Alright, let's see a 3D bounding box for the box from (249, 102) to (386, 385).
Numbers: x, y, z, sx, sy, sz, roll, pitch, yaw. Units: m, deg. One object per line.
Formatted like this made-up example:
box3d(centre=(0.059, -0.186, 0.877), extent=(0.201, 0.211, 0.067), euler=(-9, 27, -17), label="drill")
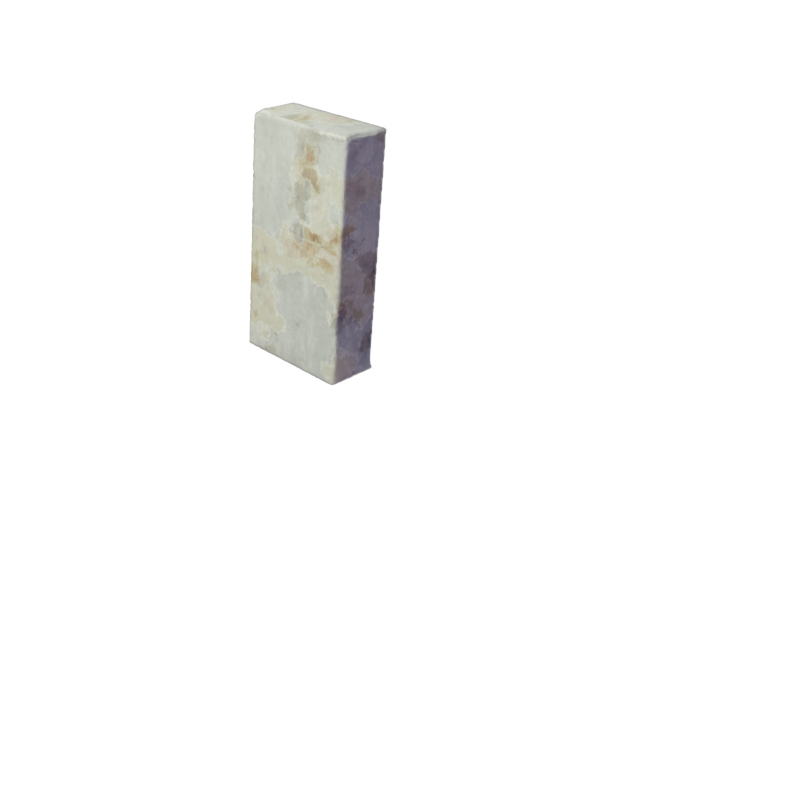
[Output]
box3d(centre=(-0.060, -0.109, 0.766), extent=(0.047, 0.168, 0.099), euler=(-19, 31, -41), label="box")
